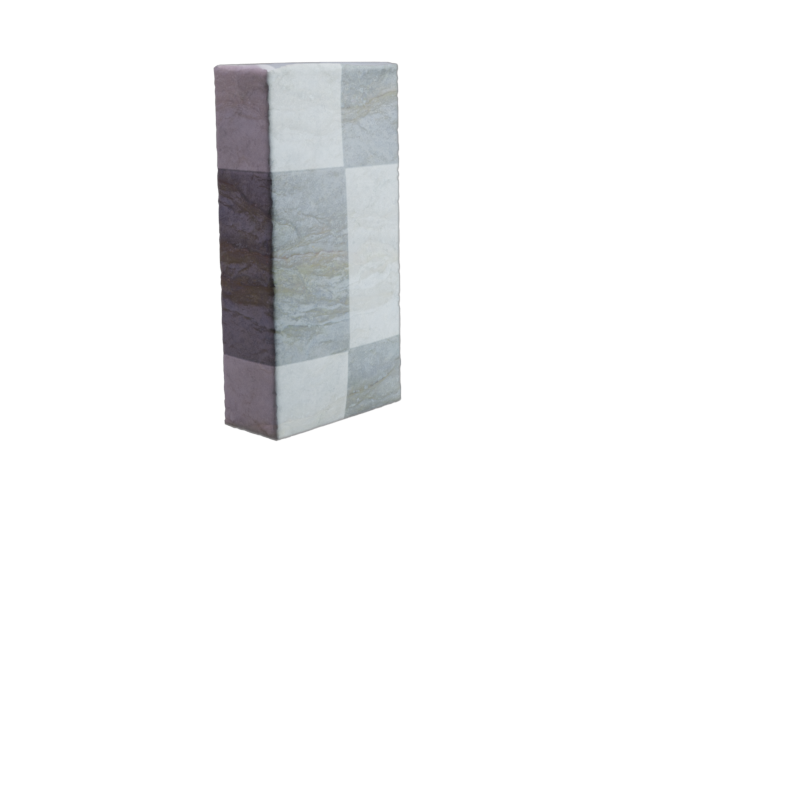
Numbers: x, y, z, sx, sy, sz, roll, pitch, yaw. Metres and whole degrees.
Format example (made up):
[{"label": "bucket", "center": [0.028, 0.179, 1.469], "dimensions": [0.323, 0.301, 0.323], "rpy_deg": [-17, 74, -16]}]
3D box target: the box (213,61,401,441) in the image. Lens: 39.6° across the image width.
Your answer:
[{"label": "box", "center": [-0.043, -0.078, 0.550], "dimensions": [0.051, 0.171, 0.091], "rpy_deg": [11, 16, 41]}]
